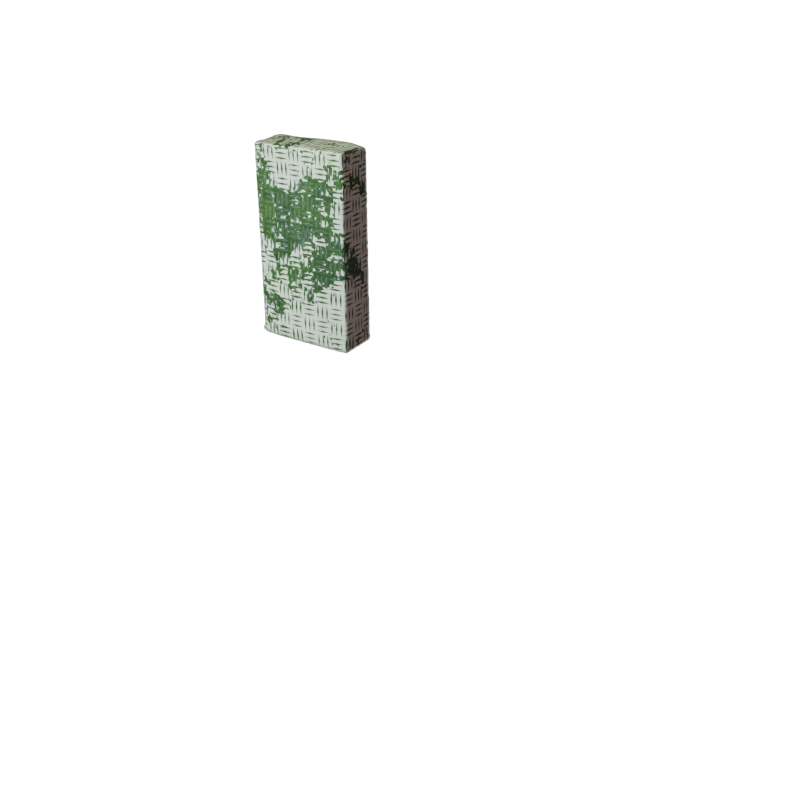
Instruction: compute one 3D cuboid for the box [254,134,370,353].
[{"bbox_3d":[-0.075,-0.137,0.956,0.098,0.169,0.048,14,22,32],"label":"box"}]
